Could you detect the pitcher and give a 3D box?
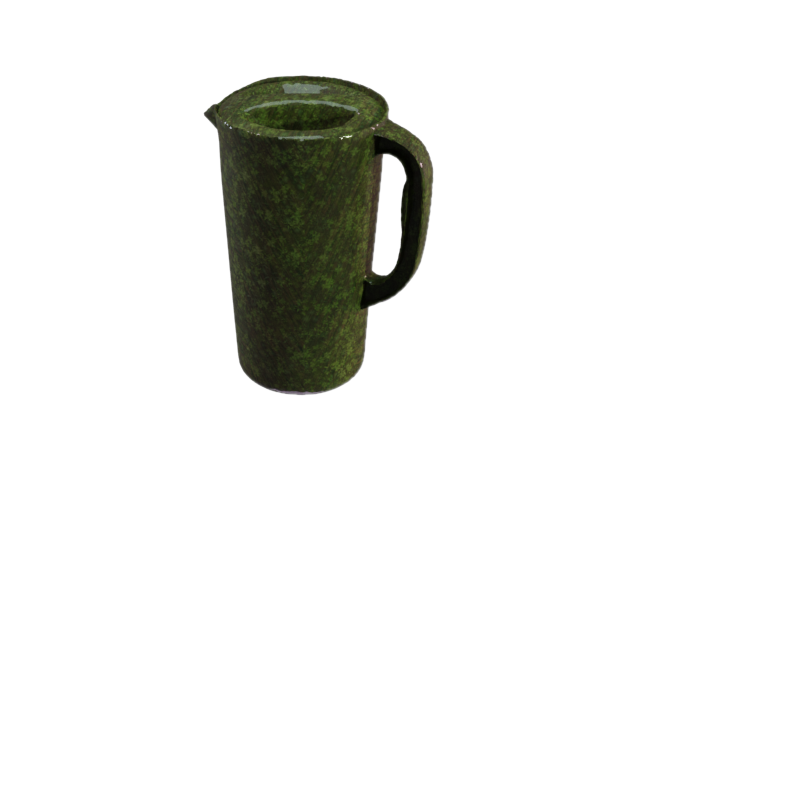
[{"bbox_3d":[-0.069,-0.127,0.887,0.143,0.229,0.161,-11,34,-20],"label":"pitcher"}]
